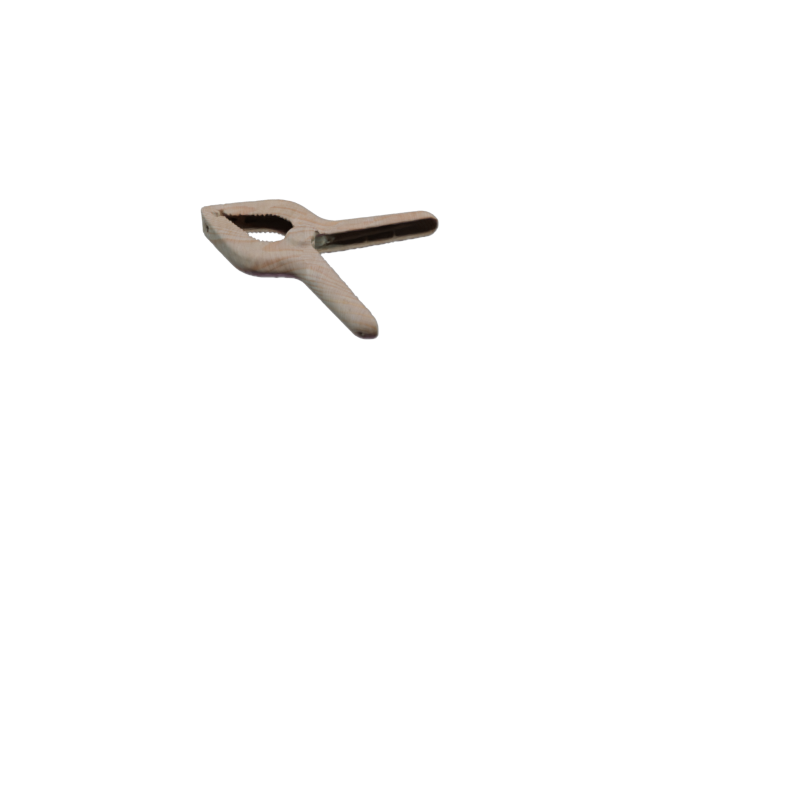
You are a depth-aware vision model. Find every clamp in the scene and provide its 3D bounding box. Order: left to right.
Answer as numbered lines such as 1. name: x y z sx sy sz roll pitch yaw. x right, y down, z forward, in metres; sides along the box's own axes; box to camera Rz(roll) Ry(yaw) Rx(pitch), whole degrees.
1. clamp: -0.078 -0.142 0.992 0.219 0.034 0.169 21 47 21
